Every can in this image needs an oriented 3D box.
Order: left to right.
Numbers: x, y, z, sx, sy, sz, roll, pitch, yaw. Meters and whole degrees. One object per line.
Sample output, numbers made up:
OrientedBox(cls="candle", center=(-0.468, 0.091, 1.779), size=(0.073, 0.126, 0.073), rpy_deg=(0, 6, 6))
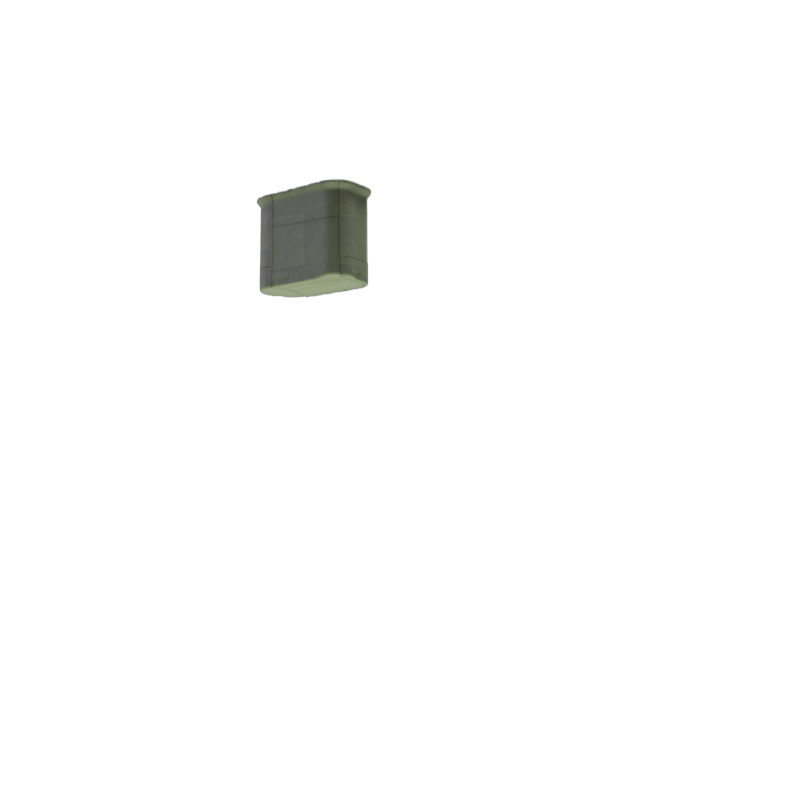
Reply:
OrientedBox(cls="can", center=(-0.075, -0.136, 0.954), size=(0.104, 0.087, 0.054), rpy_deg=(-8, -14, 36))
